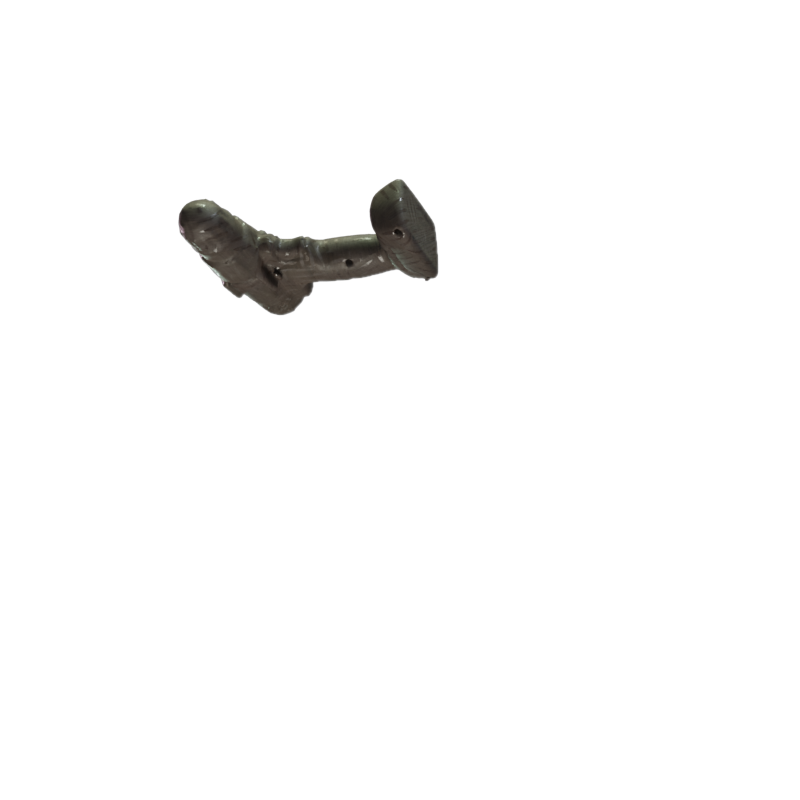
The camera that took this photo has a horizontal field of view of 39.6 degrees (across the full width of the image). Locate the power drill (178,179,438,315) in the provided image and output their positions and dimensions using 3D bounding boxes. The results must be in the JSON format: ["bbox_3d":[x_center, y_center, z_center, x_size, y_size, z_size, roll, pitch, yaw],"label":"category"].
[{"bbox_3d":[-0.074,-0.134,0.941,0.191,0.060,0.172,-7,-20,21],"label":"power drill"}]
